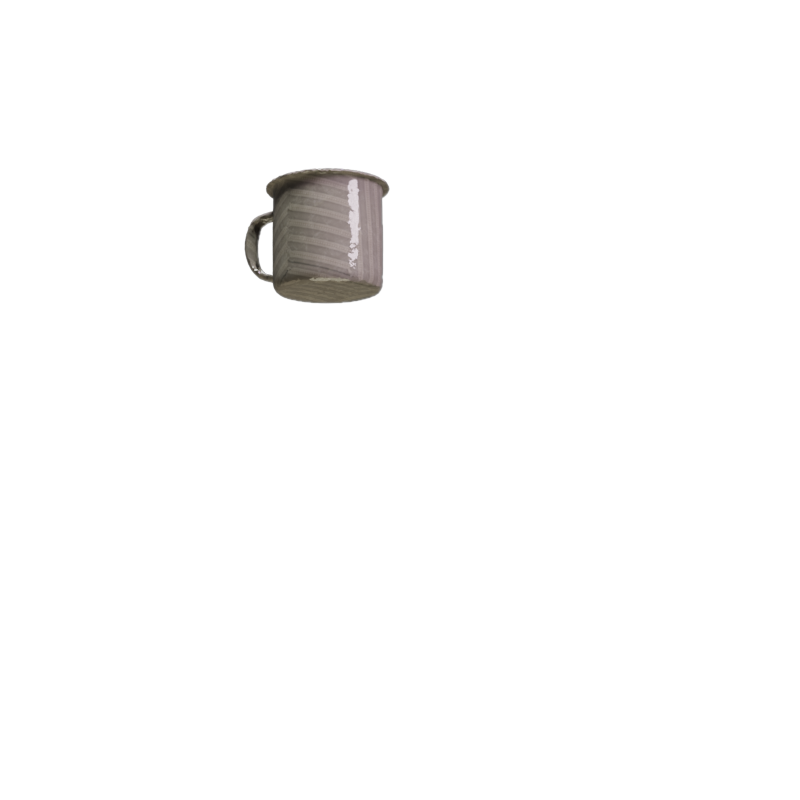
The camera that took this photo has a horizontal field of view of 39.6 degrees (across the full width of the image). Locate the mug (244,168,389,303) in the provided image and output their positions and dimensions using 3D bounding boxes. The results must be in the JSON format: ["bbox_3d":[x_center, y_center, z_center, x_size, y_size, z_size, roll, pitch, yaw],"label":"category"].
[{"bbox_3d":[-0.065,-0.118,0.828,0.120,0.084,0.088,-5,-12,24],"label":"mug"}]
